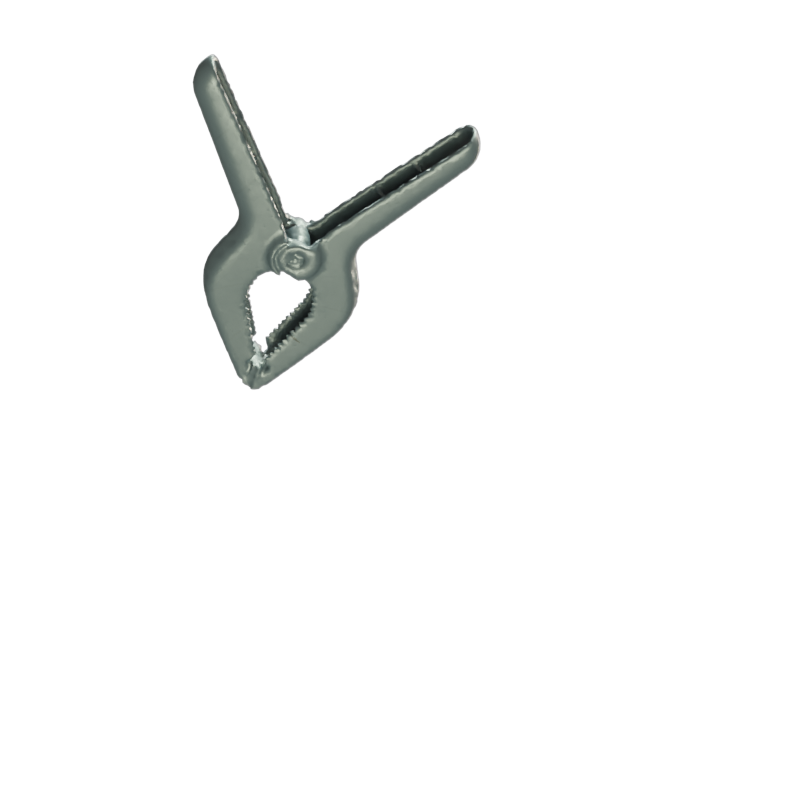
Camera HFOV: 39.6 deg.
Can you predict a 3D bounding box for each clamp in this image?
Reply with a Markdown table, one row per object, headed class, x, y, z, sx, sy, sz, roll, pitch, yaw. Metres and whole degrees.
| class | x | y | z | sx | sy | sz | roll | pitch | yaw |
| --- | --- | --- | --- | --- | --- | --- | --- | --- | --- |
| clamp | -0.051 | -0.094 | 0.657 | 0.163 | 0.199 | 0.039 | 10 | 32 | -6 |
